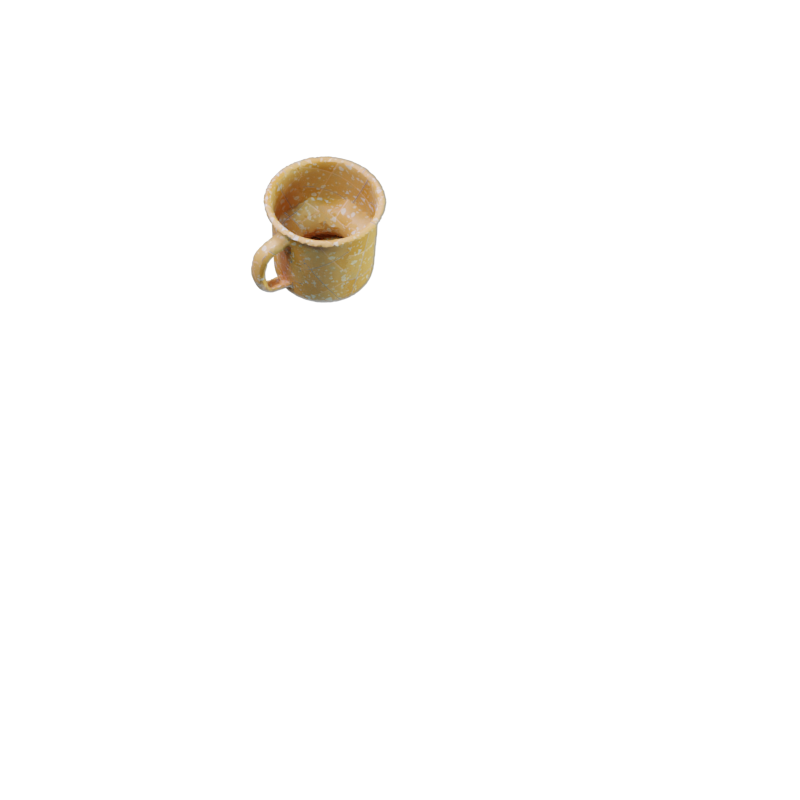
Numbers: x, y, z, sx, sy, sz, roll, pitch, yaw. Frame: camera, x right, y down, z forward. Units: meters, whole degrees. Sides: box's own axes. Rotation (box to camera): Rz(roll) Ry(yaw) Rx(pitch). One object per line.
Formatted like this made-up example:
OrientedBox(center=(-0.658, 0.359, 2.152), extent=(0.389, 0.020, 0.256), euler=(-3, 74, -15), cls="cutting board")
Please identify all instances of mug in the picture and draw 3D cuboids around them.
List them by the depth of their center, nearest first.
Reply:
OrientedBox(center=(-0.068, -0.124, 0.868), extent=(0.099, 0.076, 0.118), euler=(39, 61, 24), cls="mug")
